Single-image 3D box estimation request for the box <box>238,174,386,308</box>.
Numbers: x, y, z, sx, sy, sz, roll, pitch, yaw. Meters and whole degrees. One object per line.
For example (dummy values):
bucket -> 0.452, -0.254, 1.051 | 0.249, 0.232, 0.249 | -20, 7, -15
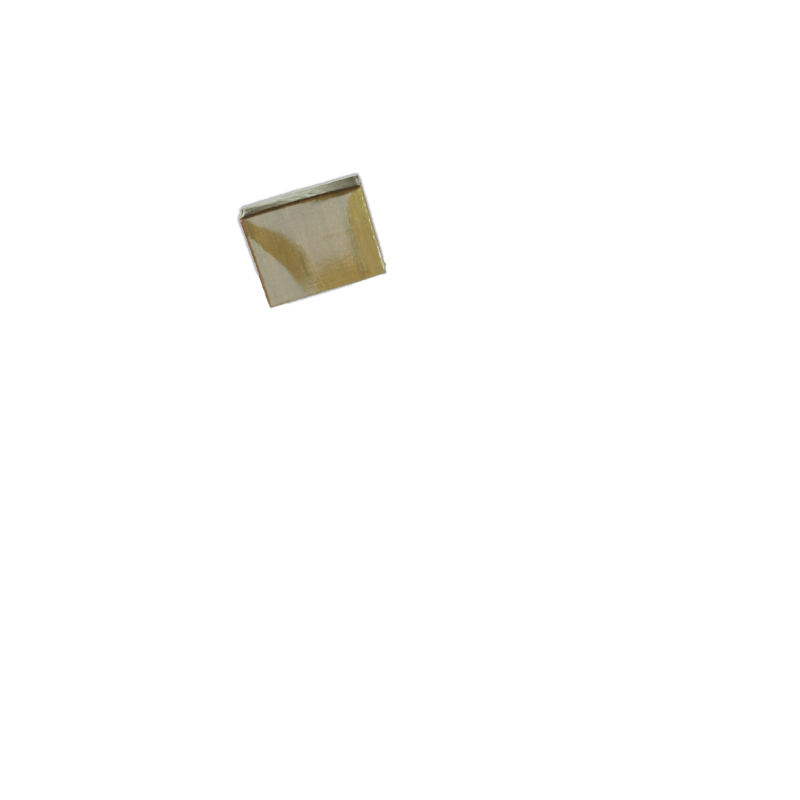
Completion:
box -> -0.078, -0.142, 0.992 | 0.114, 0.086, 0.041 | -15, 20, 5
